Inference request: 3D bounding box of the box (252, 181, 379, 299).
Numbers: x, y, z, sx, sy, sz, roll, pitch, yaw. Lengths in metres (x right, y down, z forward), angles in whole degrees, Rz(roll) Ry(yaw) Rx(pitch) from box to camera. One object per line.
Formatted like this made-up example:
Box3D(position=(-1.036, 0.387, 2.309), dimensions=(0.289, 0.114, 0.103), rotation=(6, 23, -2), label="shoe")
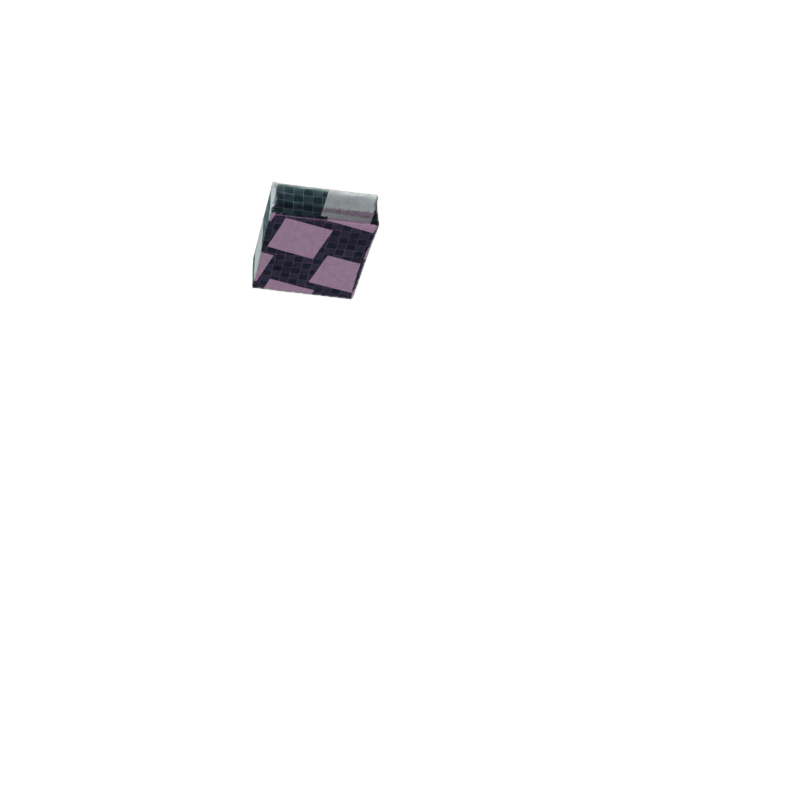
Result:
Box3D(position=(-0.059, -0.108, 0.757), dimensions=(0.072, 0.032, 0.085), rotation=(7, -34, -11), label="box")
